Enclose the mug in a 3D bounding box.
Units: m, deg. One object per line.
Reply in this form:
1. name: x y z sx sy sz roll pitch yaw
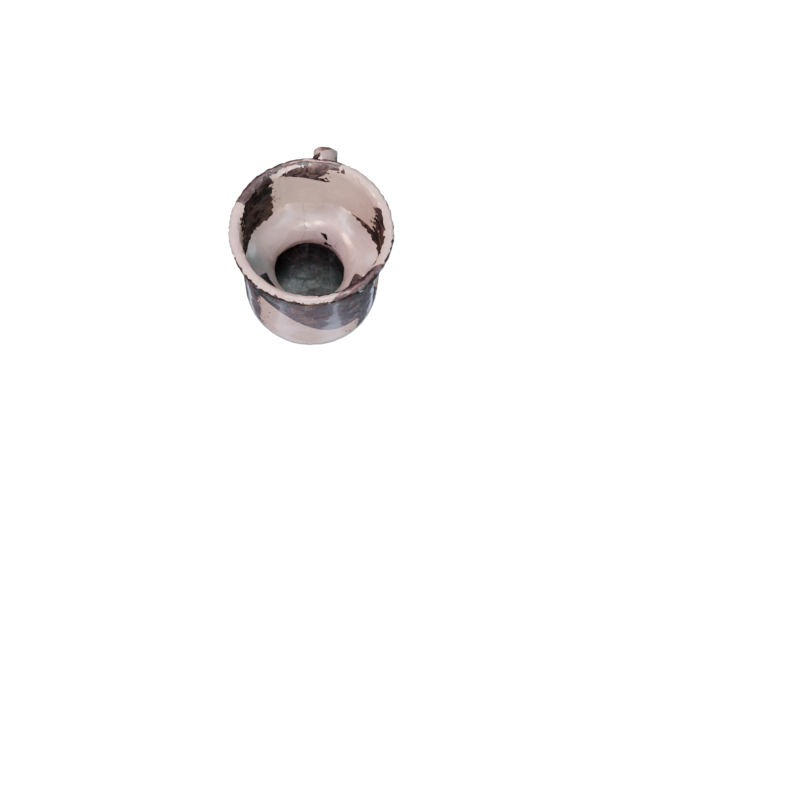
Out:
1. mug: -0.052 -0.094 0.662 0.093 0.123 0.077 4 -24 0
